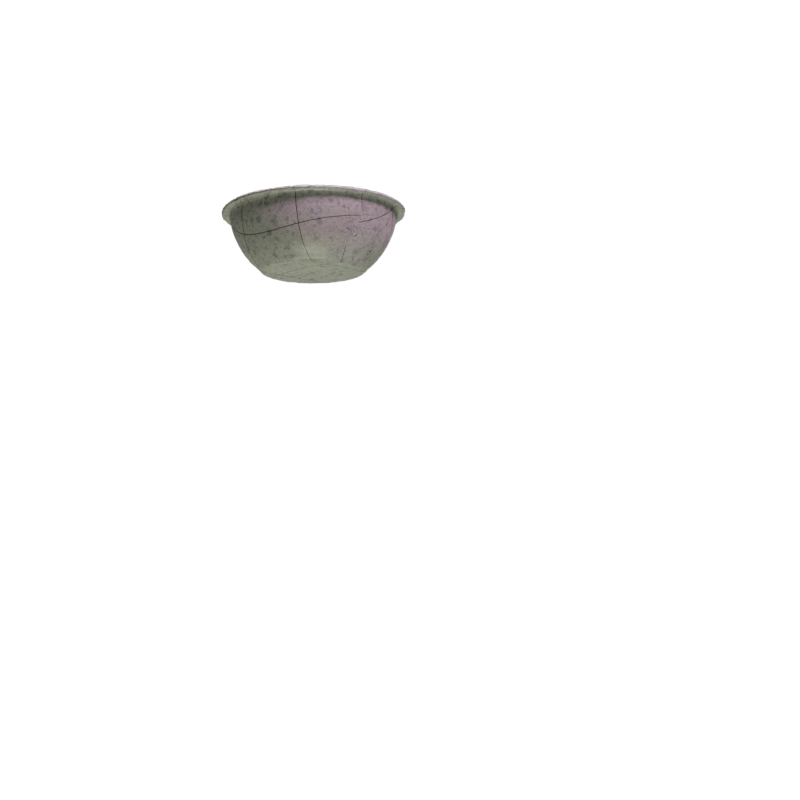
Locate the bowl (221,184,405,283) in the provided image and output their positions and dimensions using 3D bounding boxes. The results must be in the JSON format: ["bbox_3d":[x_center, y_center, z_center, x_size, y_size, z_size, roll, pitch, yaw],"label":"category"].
[{"bbox_3d":[-0.076,-0.138,0.968,0.162,0.057,0.158,0,-8,-2],"label":"bowl"}]
